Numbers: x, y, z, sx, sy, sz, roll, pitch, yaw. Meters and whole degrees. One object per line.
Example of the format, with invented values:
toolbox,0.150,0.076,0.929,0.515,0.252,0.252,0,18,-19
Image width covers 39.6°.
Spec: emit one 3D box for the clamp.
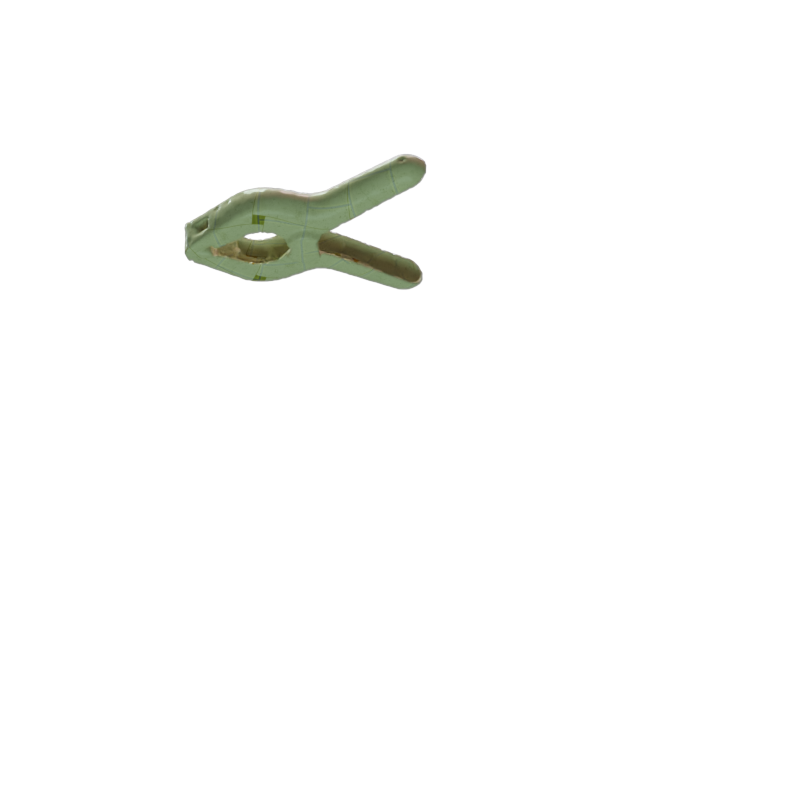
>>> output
clamp,-0.060,-0.110,0.770,0.172,0.111,0.042,-8,44,7
